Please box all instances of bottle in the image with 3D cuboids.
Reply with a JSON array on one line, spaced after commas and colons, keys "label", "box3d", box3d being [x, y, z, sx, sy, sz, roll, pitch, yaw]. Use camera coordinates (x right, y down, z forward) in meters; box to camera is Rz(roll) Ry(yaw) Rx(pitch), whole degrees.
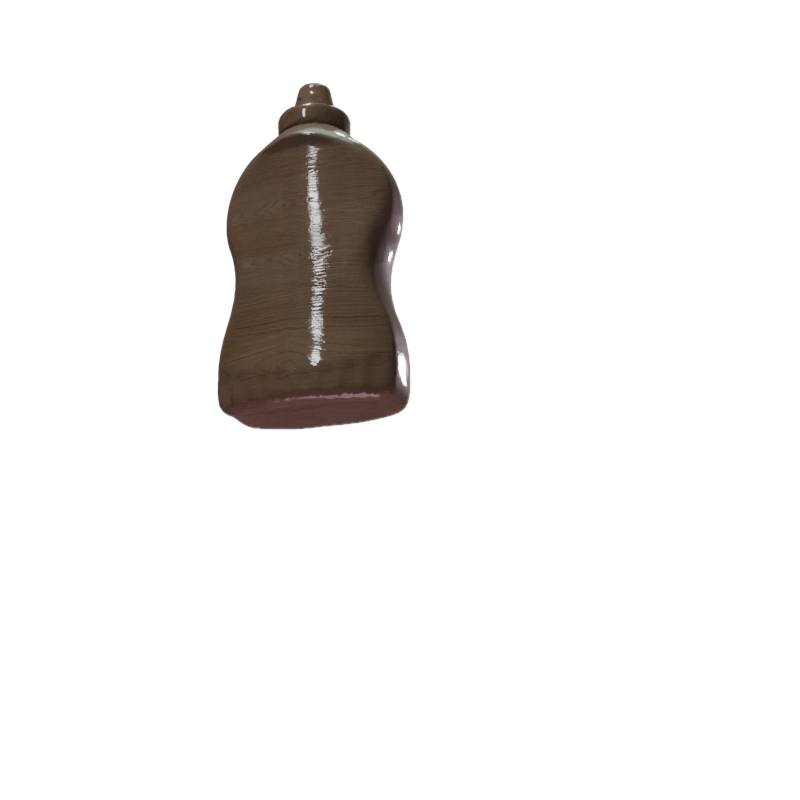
[{"label": "bottle", "box3d": [-0.046, -0.085, 0.594, 0.098, 0.202, 0.054, -10, -24, 19]}]
